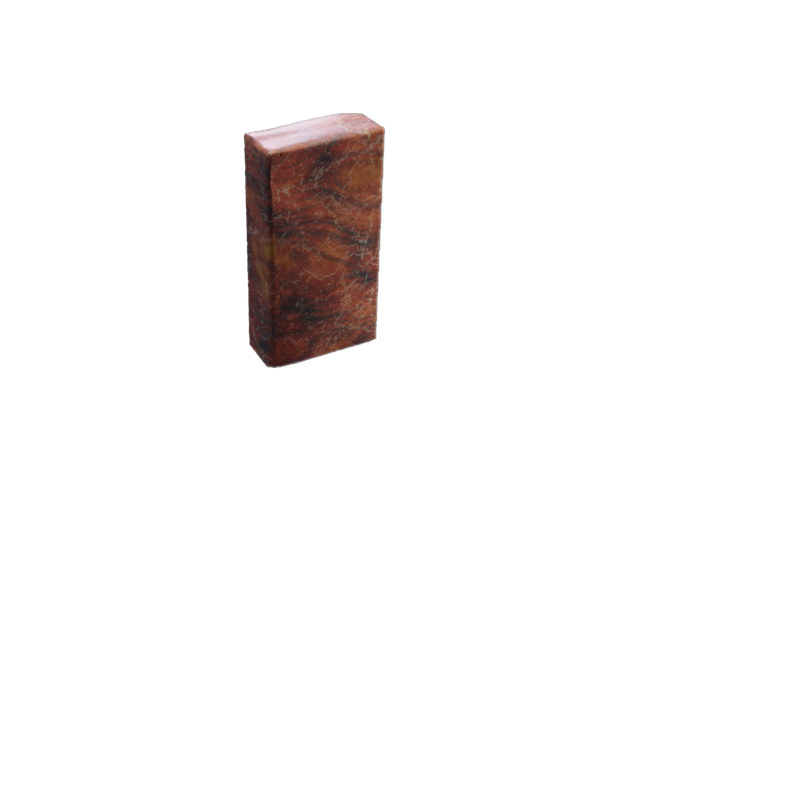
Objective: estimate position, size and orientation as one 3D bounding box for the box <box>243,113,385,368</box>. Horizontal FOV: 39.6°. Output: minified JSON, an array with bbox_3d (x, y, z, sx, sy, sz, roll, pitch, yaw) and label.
[{"bbox_3d":[-0.062,-0.114,0.795,0.092,0.166,0.052,-15,34,-27],"label":"box"}]
